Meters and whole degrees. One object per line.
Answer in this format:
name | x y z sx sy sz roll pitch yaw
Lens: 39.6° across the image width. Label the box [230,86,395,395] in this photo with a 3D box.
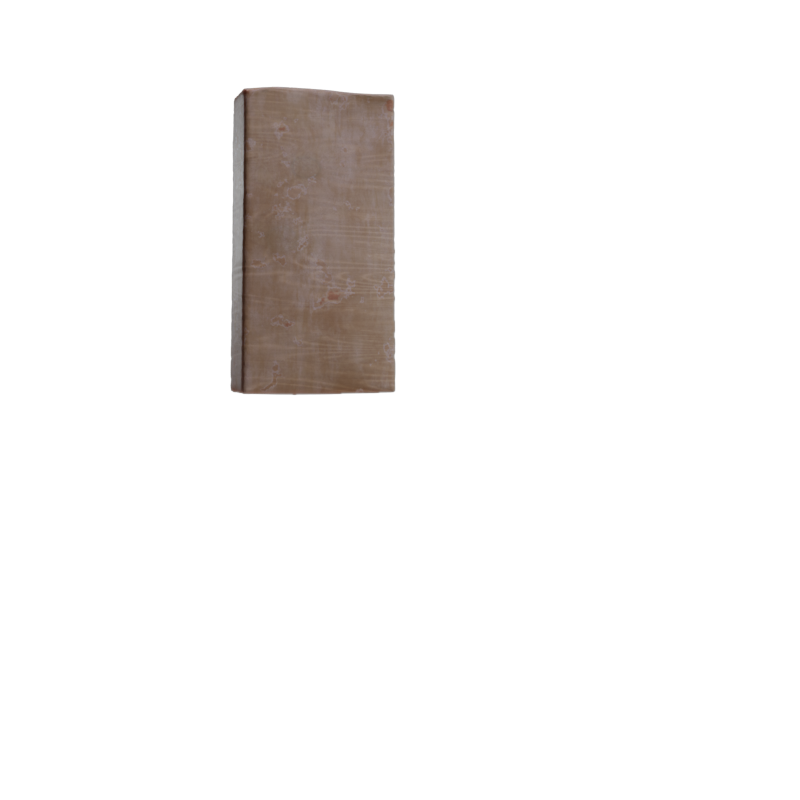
box | -0.051 -0.093 0.651 0.091 0.177 0.049 0 -3 -15
